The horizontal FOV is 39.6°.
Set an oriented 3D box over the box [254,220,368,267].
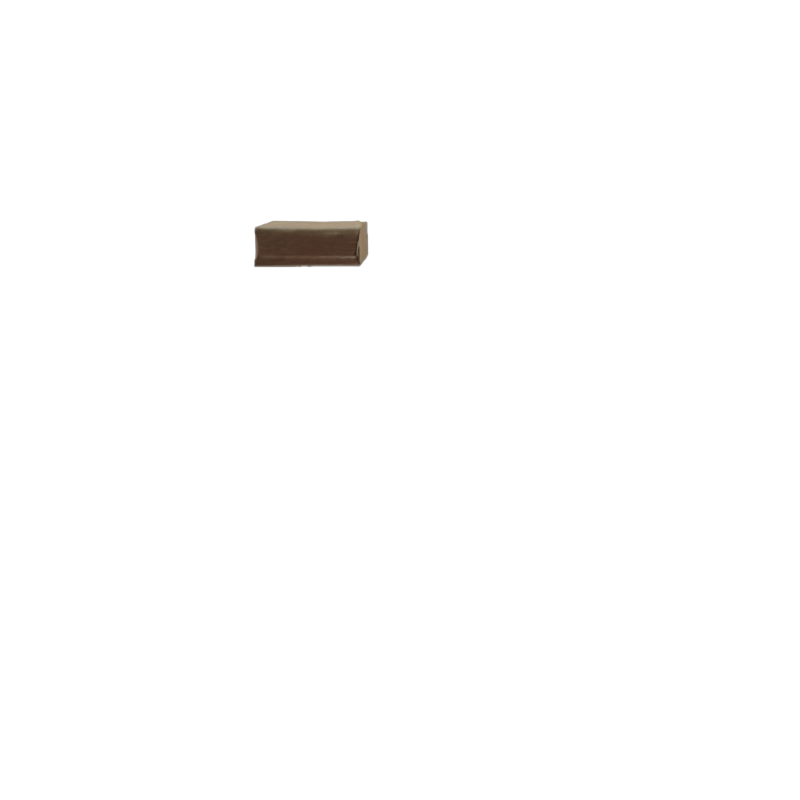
[{"bbox_3d":[-0.061,-0.112,0.784,0.074,0.030,0.090,1,11,3],"label":"box"}]
